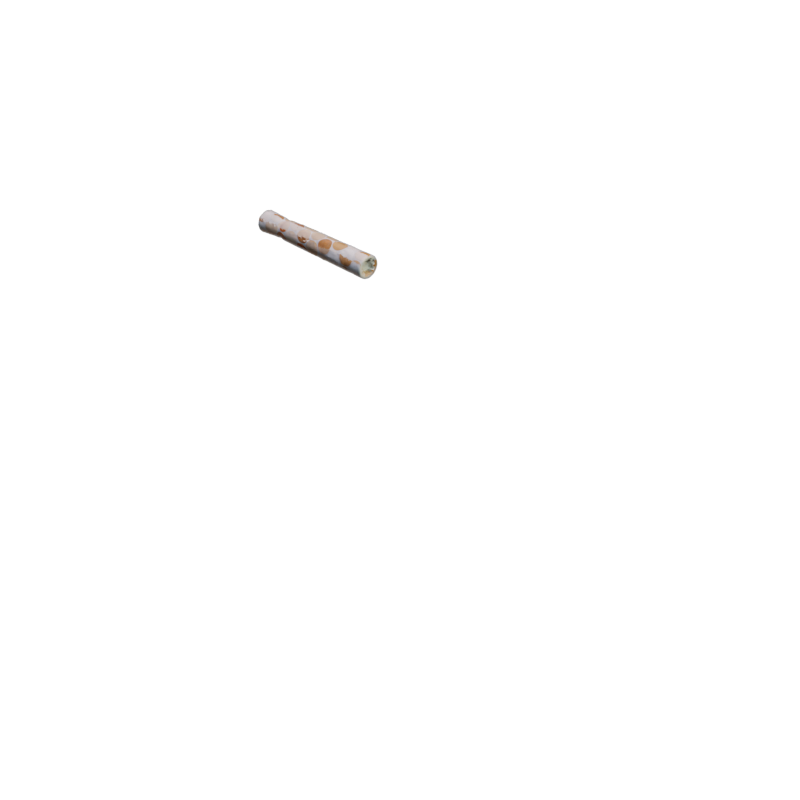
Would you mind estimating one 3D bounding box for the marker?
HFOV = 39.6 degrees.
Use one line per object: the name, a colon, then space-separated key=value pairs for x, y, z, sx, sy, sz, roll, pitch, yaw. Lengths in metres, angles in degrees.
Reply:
marker: x=-0.067 y=-0.121 z=0.849 sx=0.019 sy=0.019 sz=0.129 roll=-4 pitch=25 yaw=-46
